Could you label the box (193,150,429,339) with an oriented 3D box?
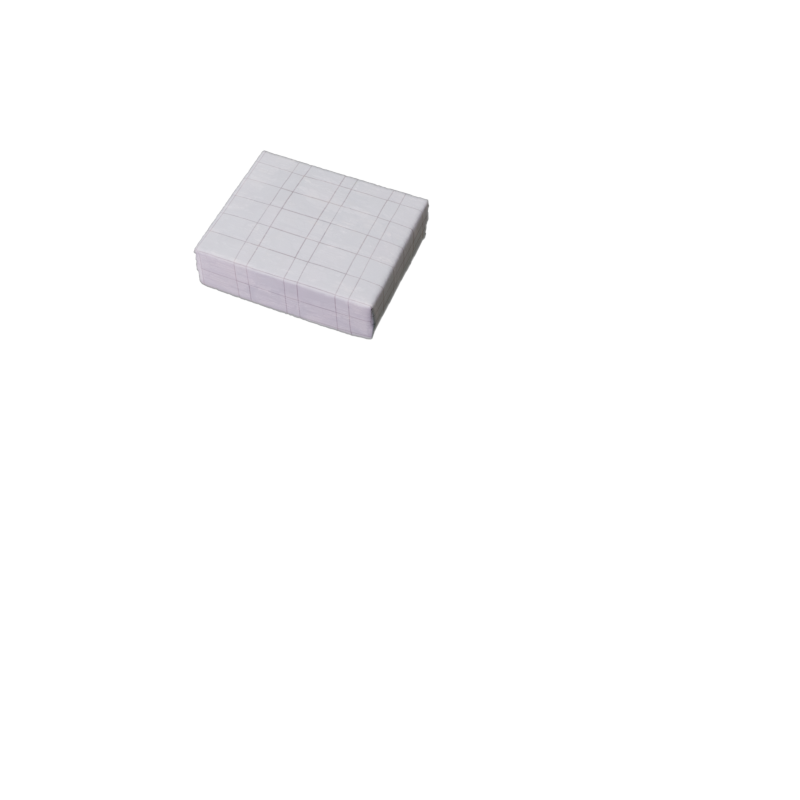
[{"bbox_3d":[-0.051,-0.093,0.652,0.117,0.093,0.036,19,-35,14],"label":"box"}]
